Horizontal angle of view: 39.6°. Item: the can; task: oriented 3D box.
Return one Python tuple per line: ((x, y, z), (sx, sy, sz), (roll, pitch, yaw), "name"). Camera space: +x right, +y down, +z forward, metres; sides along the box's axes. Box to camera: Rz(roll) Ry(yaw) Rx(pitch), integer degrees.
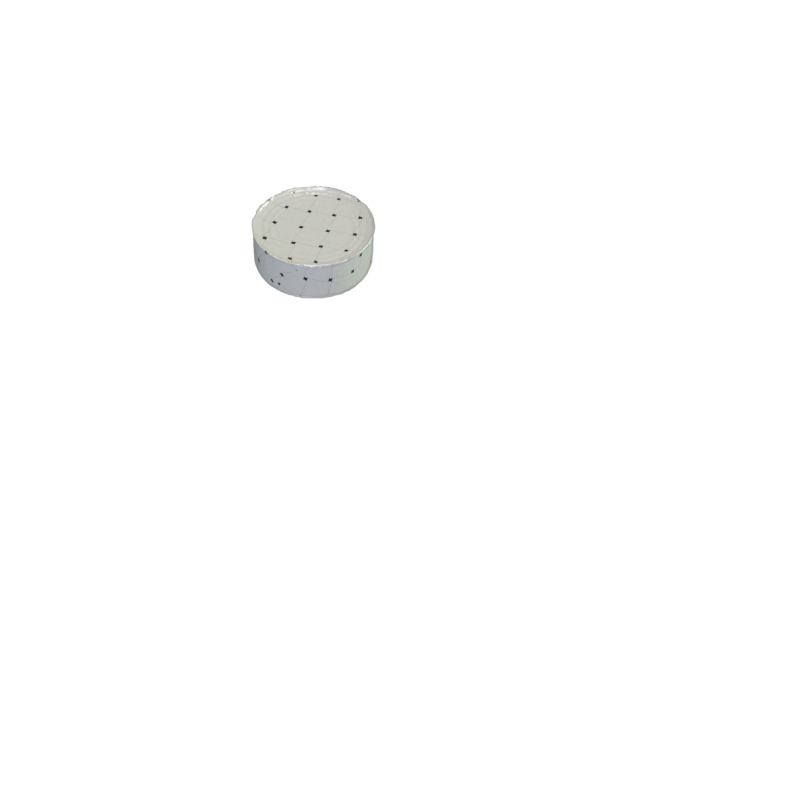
((-0.061, -0.111, 0.779), (0.086, 0.092, 0.031), (-1, -45, -1), "can")
